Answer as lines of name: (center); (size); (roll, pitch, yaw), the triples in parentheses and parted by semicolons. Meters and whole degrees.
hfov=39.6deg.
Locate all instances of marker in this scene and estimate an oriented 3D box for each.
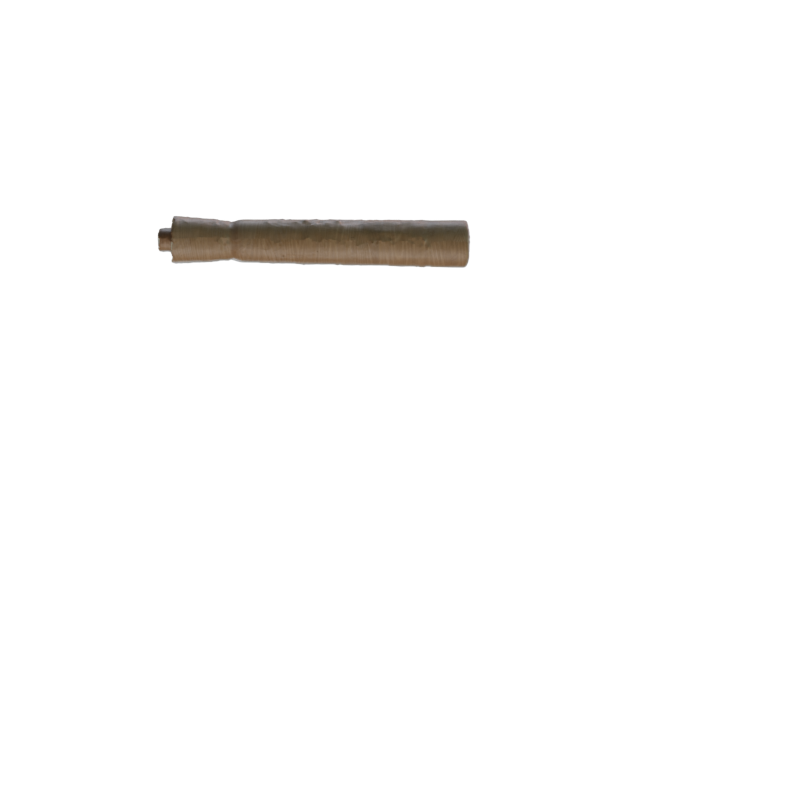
marker: (-0.034, -0.062, 0.436); (0.121, 0.020, 0.020); (1, 4, -1)
